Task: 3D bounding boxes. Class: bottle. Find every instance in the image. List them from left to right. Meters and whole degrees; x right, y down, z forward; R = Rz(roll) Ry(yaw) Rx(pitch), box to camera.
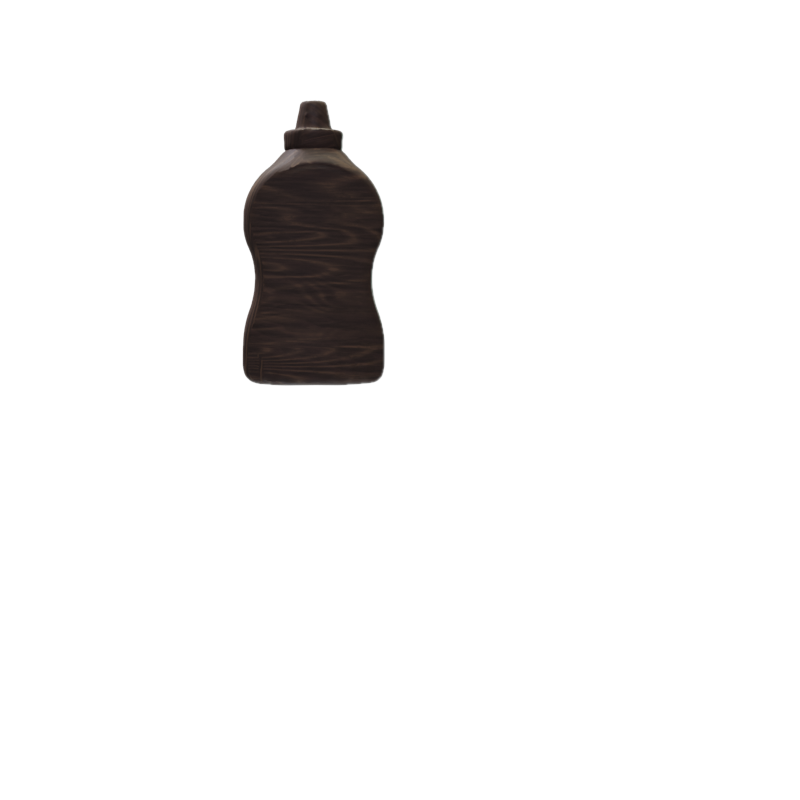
[{"bbox_3d":[-0.059,-0.108,0.758,0.096,0.192,0.058,0,0,-3],"label":"bottle"}]
